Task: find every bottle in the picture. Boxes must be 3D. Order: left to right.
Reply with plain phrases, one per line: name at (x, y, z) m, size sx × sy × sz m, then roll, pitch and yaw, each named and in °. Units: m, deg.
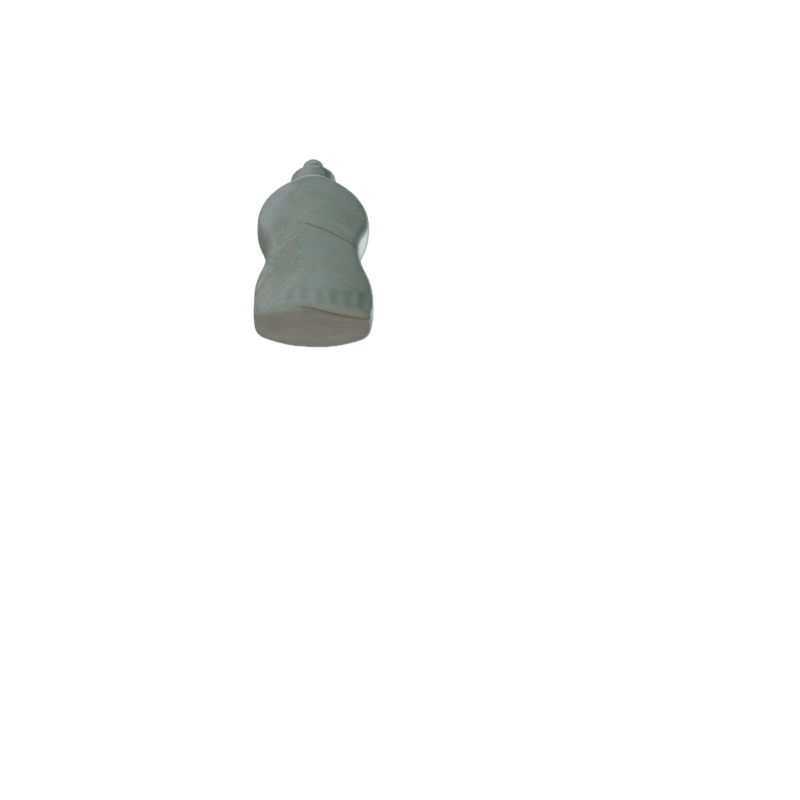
bottle at (-0.074, -0.135, 0.945) m, size 0.096 × 0.206 × 0.054 m, roll -1°, pitch -41°, yaw -3°
